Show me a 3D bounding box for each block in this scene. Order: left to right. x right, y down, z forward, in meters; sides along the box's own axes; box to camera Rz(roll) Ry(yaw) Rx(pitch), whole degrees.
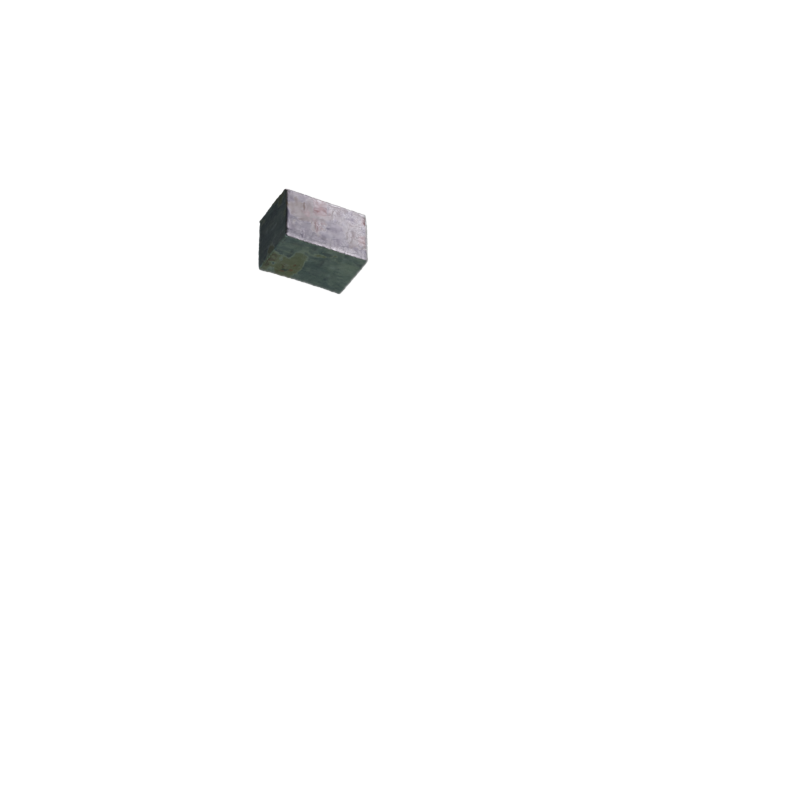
[{"bbox_3d":[-0.072,-0.131,0.920,0.075,0.055,0.051,17,-39,-24],"label":"block"}]
